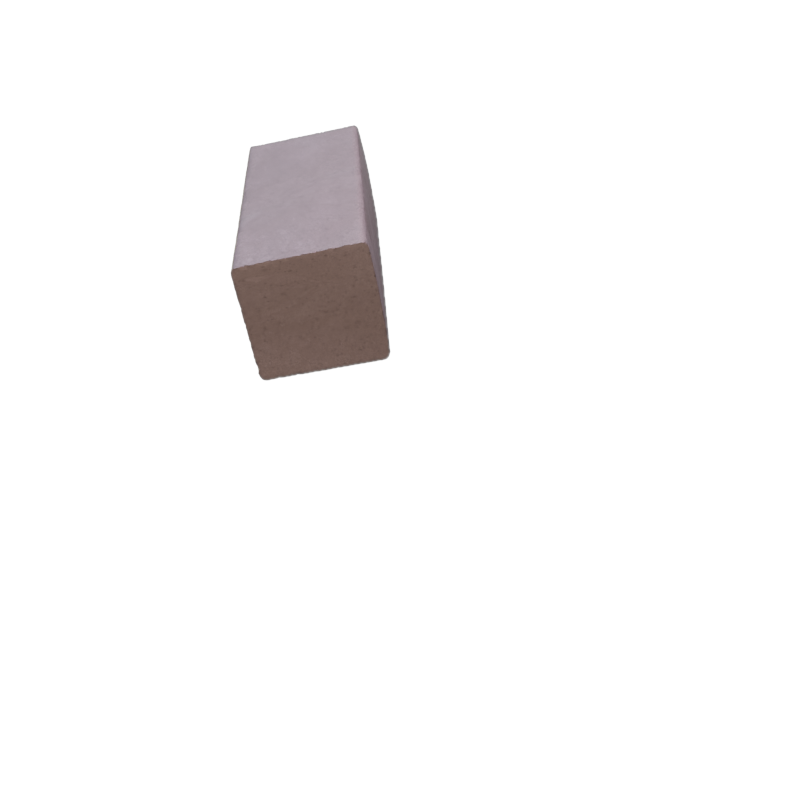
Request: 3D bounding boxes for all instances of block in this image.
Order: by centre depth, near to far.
[{"bbox_3d":[-0.063,-0.114,0.803,0.091,0.084,0.219,-11,32,3],"label":"block"}]
